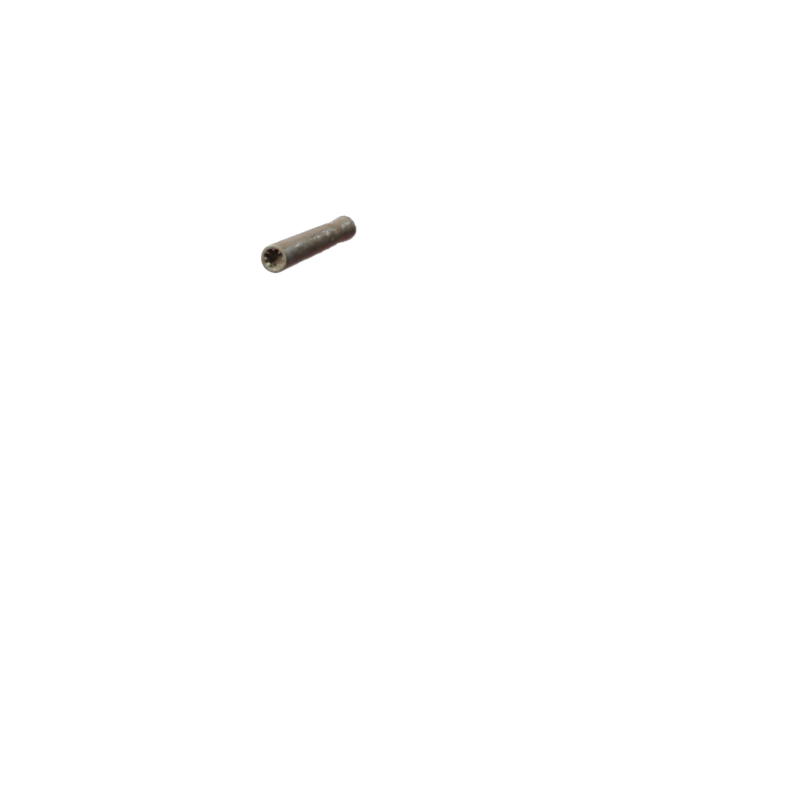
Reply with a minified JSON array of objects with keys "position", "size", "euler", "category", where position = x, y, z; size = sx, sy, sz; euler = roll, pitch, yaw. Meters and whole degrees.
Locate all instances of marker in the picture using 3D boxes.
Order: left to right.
[{"position":[-0.059,-0.108,0.755],"size":[0.020,0.019,0.121],"euler":[1,18,21],"category":"marker"}]
